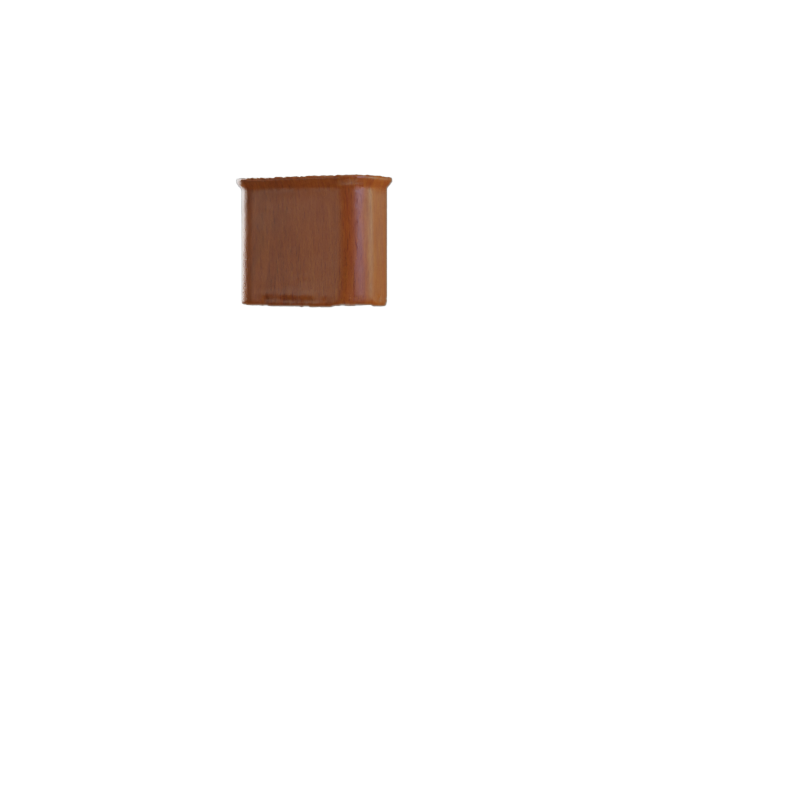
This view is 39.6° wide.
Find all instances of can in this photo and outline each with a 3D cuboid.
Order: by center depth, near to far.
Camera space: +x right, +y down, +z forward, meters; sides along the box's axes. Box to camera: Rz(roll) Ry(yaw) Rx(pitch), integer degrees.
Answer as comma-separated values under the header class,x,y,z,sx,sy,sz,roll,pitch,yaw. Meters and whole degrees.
class,x,y,z,sx,sy,sz,roll,pitch,yaw
can,-0.057,-0.104,0.728,0.105,0.084,0.056,2,3,28
